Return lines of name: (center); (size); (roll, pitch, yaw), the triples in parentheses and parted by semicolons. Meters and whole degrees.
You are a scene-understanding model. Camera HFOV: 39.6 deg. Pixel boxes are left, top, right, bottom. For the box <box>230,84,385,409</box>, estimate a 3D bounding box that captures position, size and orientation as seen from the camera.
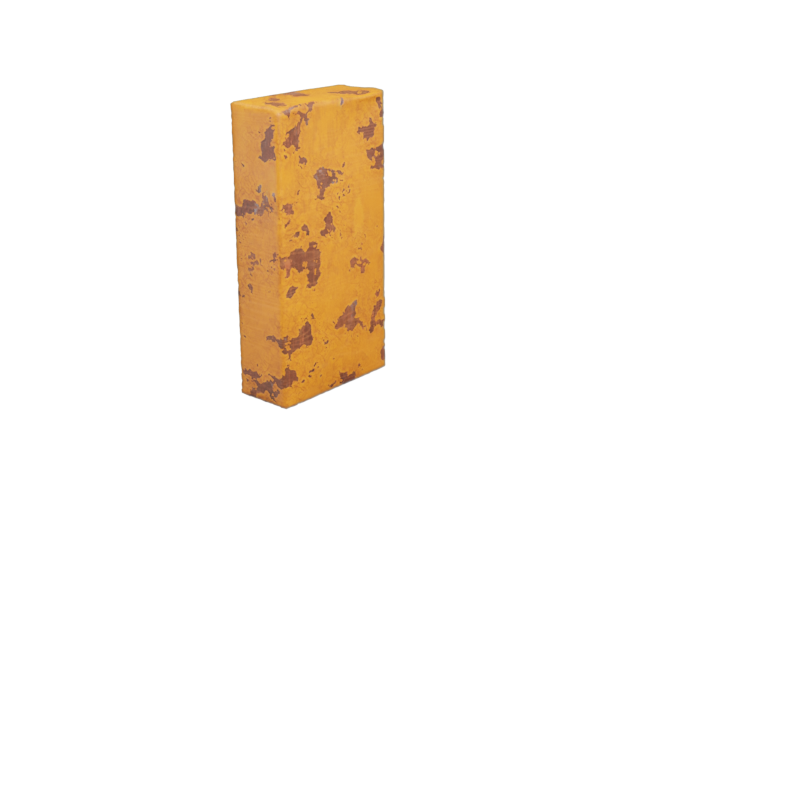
box: (-0.051, -0.094, 0.658); (0.051, 0.169, 0.092); (16, 24, 37)
